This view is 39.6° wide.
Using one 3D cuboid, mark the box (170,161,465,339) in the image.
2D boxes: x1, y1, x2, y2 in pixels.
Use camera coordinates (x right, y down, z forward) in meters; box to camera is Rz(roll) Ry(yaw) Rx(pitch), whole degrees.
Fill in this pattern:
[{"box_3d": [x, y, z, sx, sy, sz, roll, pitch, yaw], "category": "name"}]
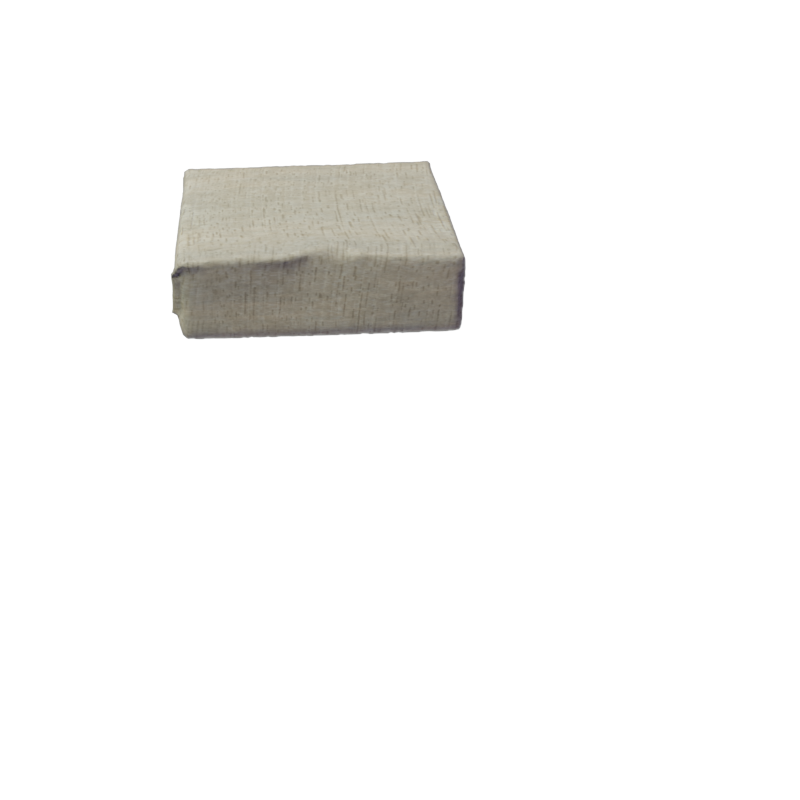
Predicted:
[{"box_3d": [-0.029, -0.052, 0.365, 0.089, 0.028, 0.078, -2, 33, -4], "category": "box"}]
